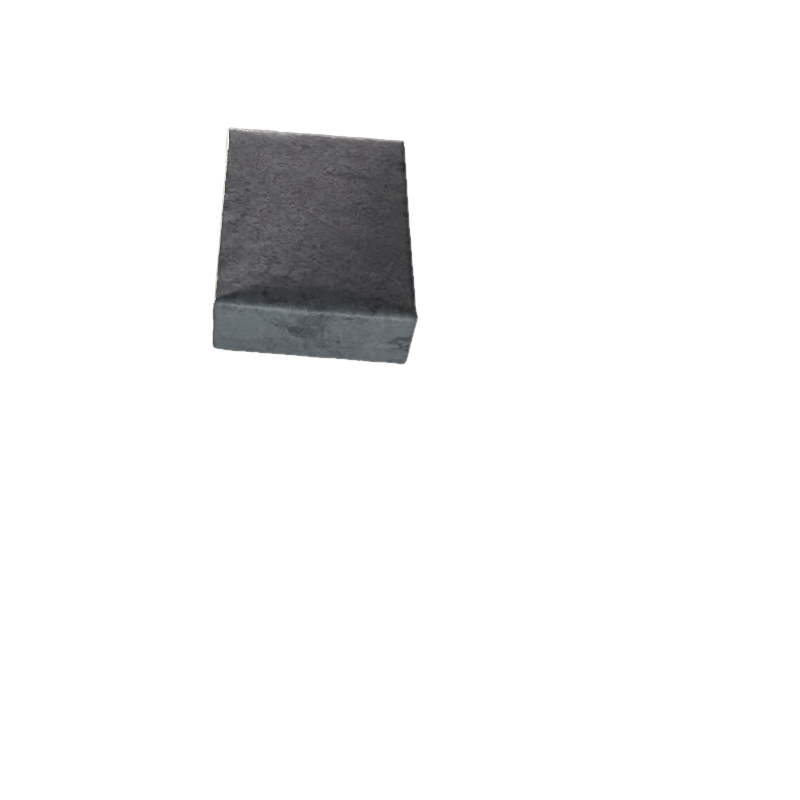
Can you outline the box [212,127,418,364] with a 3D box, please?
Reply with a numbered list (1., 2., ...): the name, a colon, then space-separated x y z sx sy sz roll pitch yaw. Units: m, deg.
1. box: -0.075 -0.137 0.961 0.163 0.230 0.067 3 -41 -6
